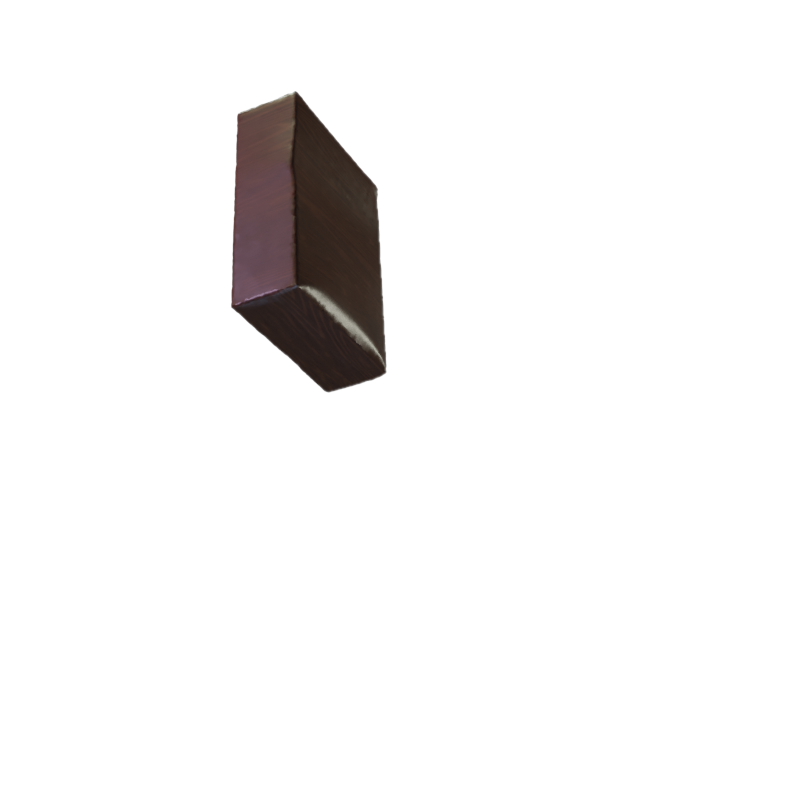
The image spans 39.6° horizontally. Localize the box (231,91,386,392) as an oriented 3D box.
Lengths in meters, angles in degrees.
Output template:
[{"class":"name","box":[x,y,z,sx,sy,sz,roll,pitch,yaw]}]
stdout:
[{"class":"box","box":[-0.077,-0.140,0.981,0.072,0.229,0.152,-18,-36,22]}]
